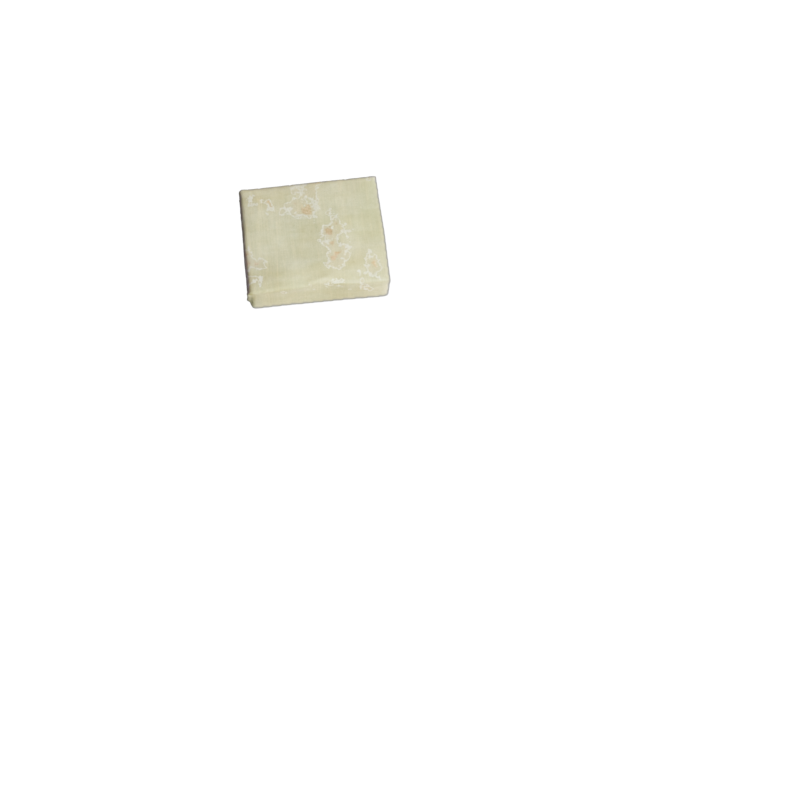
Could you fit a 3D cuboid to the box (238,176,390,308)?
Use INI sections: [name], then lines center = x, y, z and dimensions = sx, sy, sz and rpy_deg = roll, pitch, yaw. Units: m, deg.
[box]
center = -0.055, -0.099, 0.697
dimensions = 0.089, 0.077, 0.029
rpy_deg = -6, -23, -3
